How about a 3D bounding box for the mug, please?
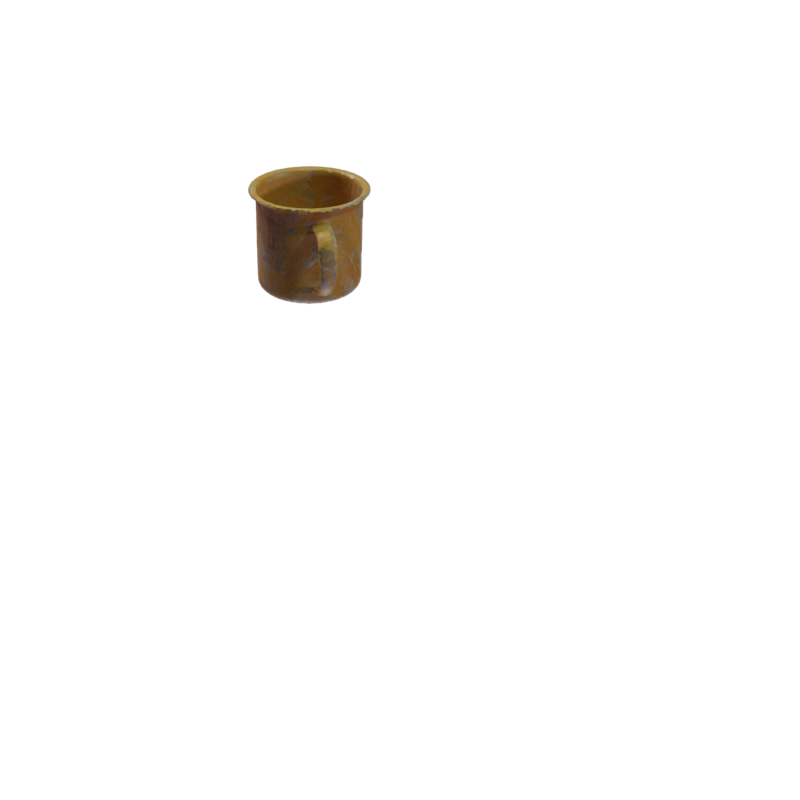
[{"bbox_3d":[-0.066,-0.121,0.846,0.092,0.077,0.126,-8,30,-15],"label":"mug"}]
